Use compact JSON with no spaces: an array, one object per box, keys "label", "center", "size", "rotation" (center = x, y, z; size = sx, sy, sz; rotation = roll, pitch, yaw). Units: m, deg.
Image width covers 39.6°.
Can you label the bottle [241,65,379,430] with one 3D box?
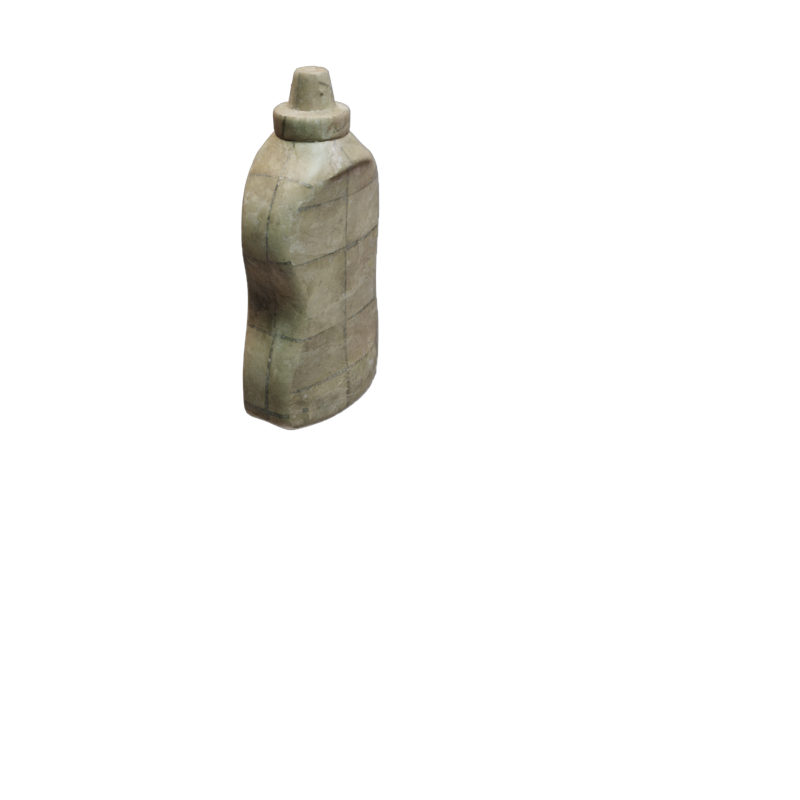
[{"label":"bottle","center":[-0.048,-0.087,0.608],"size":[0.061,0.182,0.096],"rotation":[17,28,30]}]
